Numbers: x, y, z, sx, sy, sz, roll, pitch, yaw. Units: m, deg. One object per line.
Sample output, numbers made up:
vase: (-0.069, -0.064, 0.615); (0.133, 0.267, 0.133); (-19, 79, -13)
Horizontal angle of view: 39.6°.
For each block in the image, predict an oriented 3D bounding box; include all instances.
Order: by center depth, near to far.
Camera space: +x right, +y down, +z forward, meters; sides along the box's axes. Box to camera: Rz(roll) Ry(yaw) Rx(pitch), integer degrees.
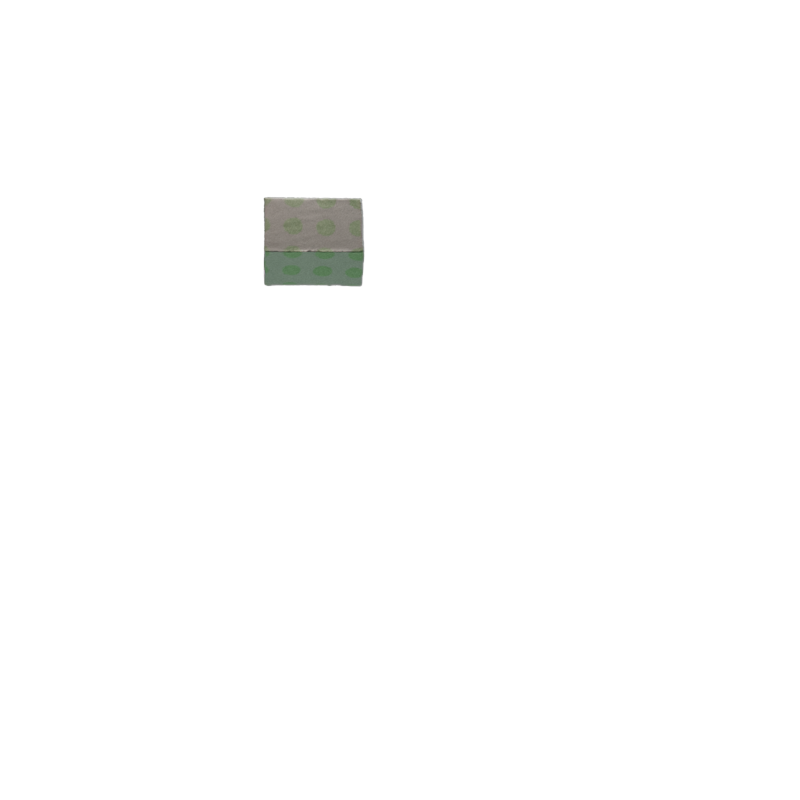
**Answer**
block: (-0.067, -0.122, 0.857); (0.078, 0.054, 0.050); (1, -28, -3)
